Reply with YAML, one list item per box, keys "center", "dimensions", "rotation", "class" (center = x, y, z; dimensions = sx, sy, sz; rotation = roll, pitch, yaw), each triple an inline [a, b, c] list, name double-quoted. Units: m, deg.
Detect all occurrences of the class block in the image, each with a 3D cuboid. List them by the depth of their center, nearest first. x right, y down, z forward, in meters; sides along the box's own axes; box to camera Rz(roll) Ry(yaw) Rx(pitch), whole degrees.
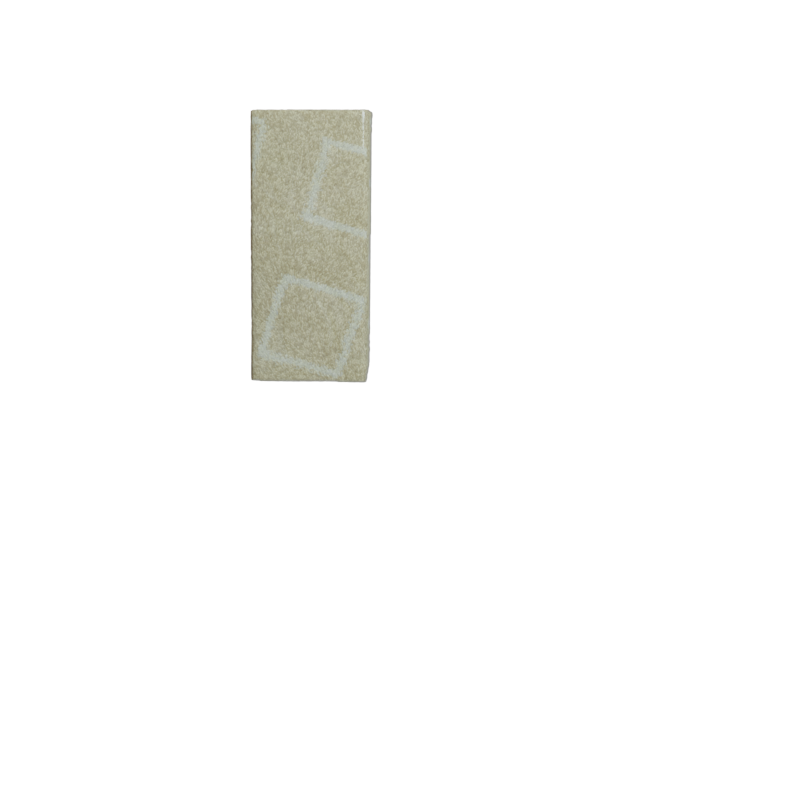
- center: [-0.068, -0.125, 0.875]
  dimensions: [0.091, 0.203, 0.092]
  rotation: [1, 6, 2]
  class: "block"
